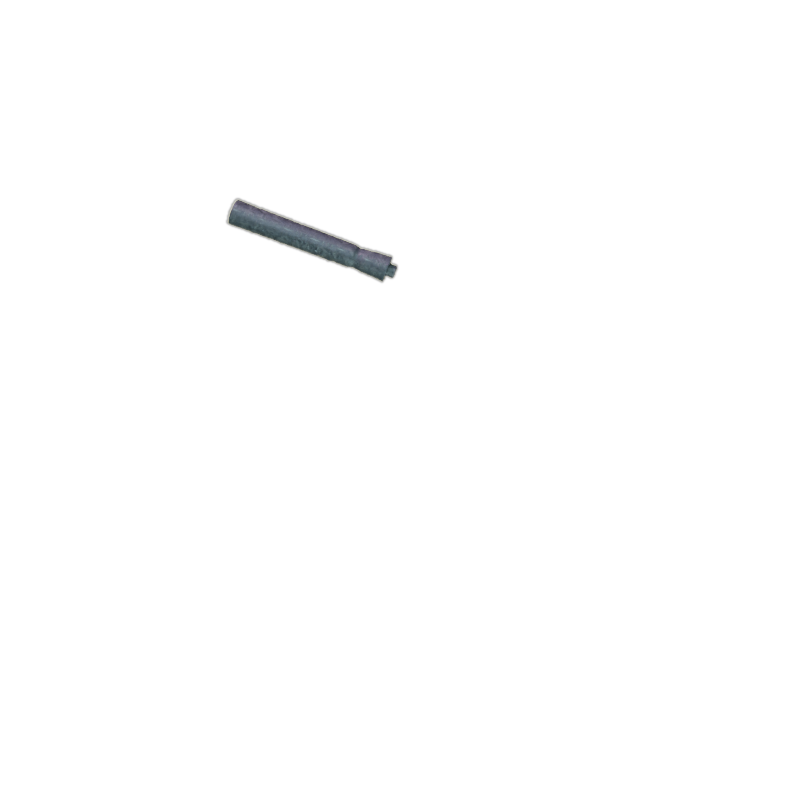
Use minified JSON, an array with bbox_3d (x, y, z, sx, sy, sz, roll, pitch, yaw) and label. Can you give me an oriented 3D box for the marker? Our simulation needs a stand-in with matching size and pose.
[{"bbox_3d":[-0.060,-0.109,0.763,0.123,0.020,0.020,21,6,6],"label":"marker"}]
